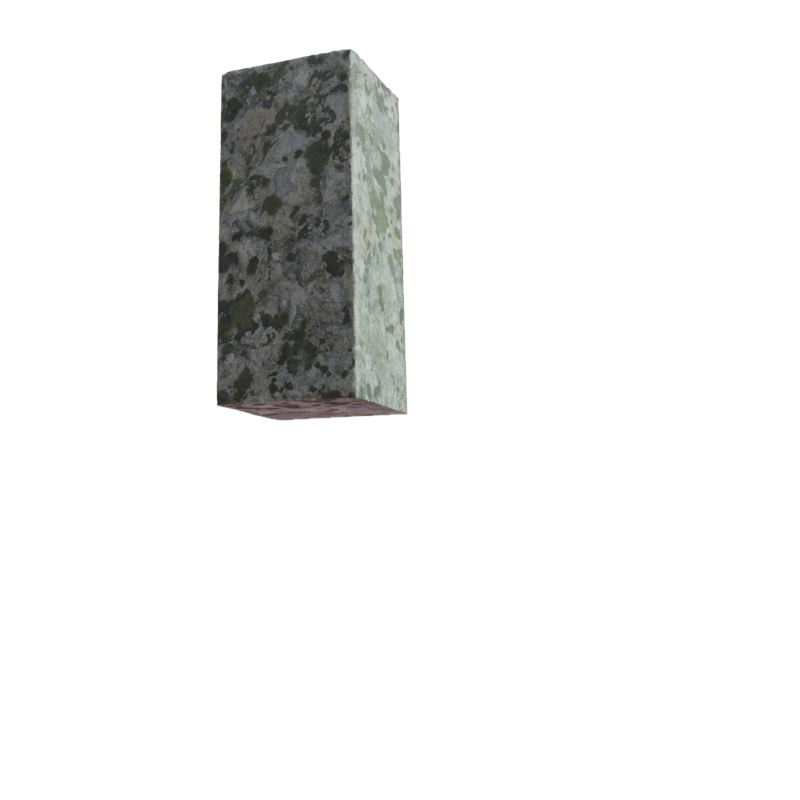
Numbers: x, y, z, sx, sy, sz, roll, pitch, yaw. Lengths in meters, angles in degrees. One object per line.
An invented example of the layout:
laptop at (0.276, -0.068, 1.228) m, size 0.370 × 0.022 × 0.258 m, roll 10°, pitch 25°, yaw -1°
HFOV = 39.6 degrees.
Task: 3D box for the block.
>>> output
block at (-0.054, -0.097, 0.681) m, size 0.093 × 0.214 × 0.085 m, roll -6°, pitch -15°, yaw 21°
